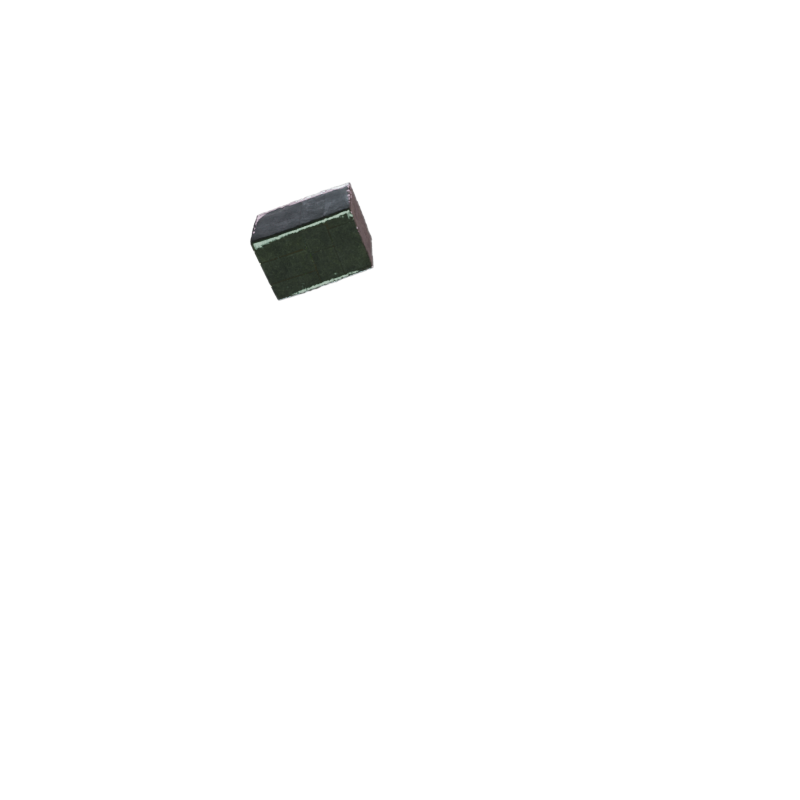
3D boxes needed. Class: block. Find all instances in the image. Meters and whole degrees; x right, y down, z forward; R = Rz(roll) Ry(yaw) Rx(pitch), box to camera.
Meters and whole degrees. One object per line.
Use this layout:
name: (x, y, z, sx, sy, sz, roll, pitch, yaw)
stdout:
block: (-0.064, -0.116, 0.816, 0.078, 0.050, 0.054, -18, 28, 8)
